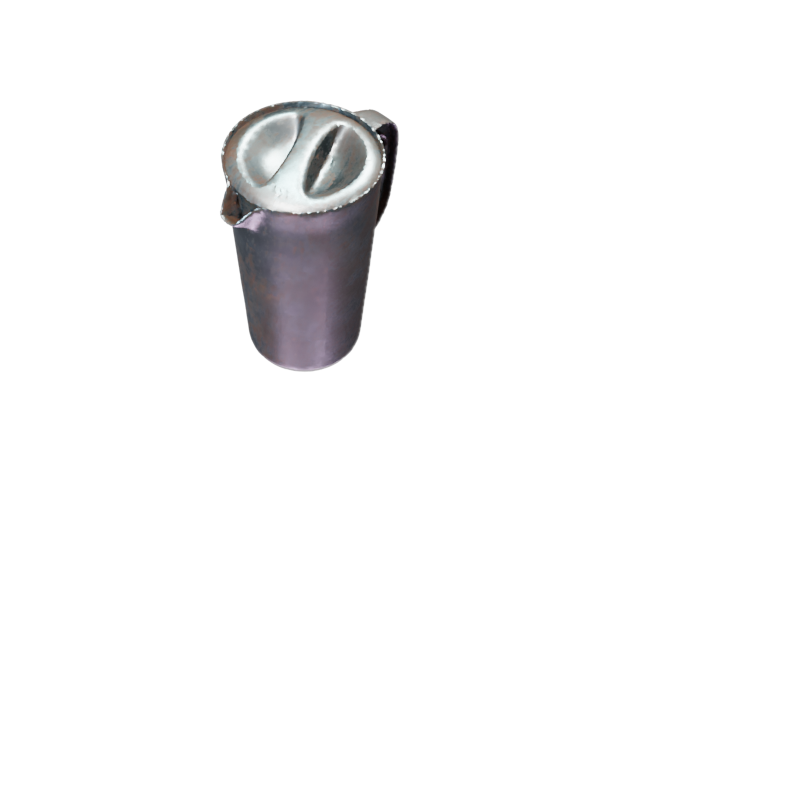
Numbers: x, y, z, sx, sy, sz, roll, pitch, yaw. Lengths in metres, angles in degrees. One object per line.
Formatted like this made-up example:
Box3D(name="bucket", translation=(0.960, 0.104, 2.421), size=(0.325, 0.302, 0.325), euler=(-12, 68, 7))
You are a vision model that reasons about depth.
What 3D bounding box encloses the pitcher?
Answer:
Box3D(name="pitcher", translation=(-0.077, -0.141, 0.987), size=(0.149, 0.155, 0.227), euler=(1, -37, -3))
